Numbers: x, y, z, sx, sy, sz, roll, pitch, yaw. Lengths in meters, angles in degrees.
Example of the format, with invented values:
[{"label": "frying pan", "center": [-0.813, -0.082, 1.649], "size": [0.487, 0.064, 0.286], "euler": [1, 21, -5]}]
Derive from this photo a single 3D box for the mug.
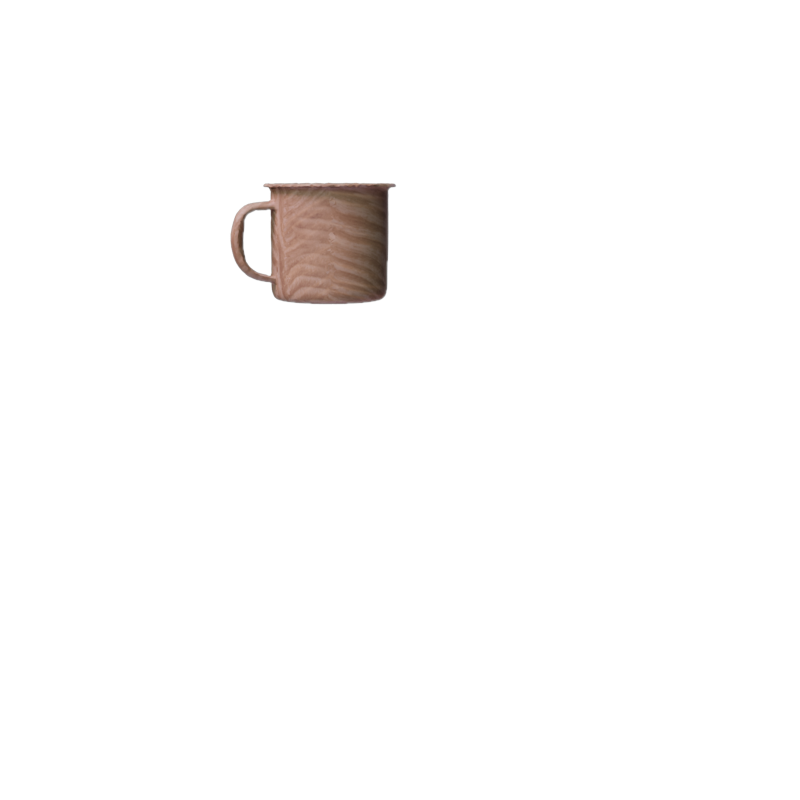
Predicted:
[{"label": "mug", "center": [-0.061, -0.110, 0.773], "size": [0.114, 0.081, 0.097], "euler": [-3, 8, -21]}]
